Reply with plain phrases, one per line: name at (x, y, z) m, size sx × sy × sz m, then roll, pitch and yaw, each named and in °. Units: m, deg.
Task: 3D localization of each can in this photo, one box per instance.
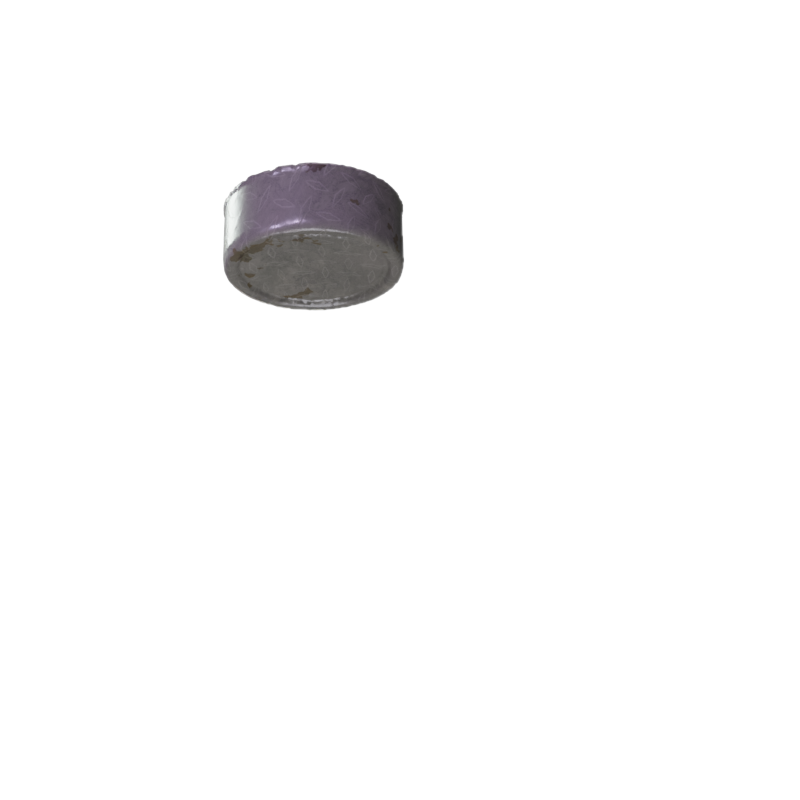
can at (-0.041, -0.075, 0.522) m, size 0.086 × 0.035 × 0.081 m, roll 1°, pitch -23°, yaw -2°
